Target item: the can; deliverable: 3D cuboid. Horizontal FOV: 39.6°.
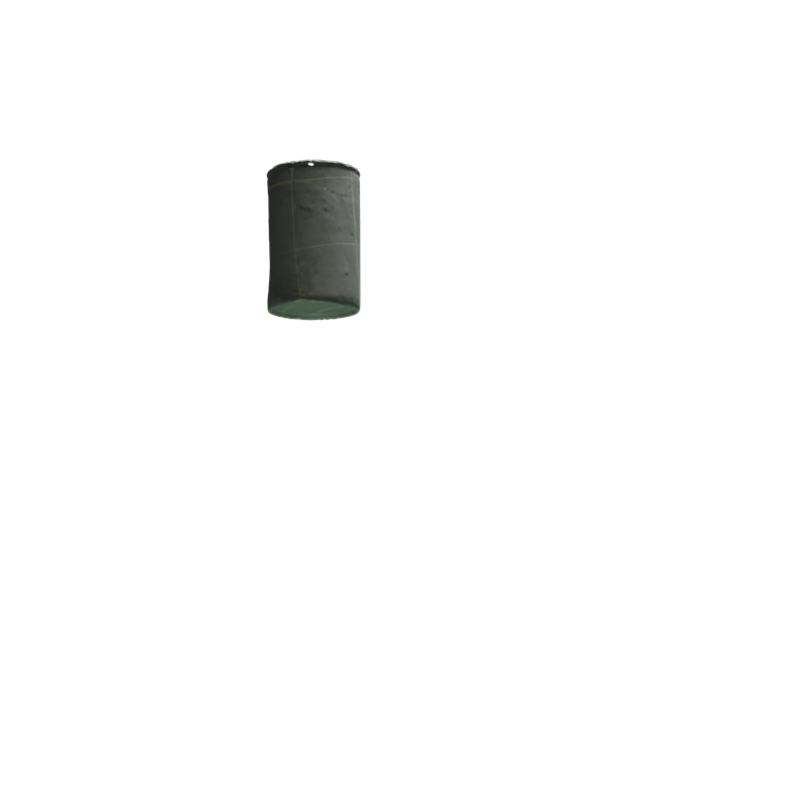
[{"bbox_3d":[-0.062,-0.113,0.790,0.068,0.106,0.066,0,-12,-2],"label":"can"}]
